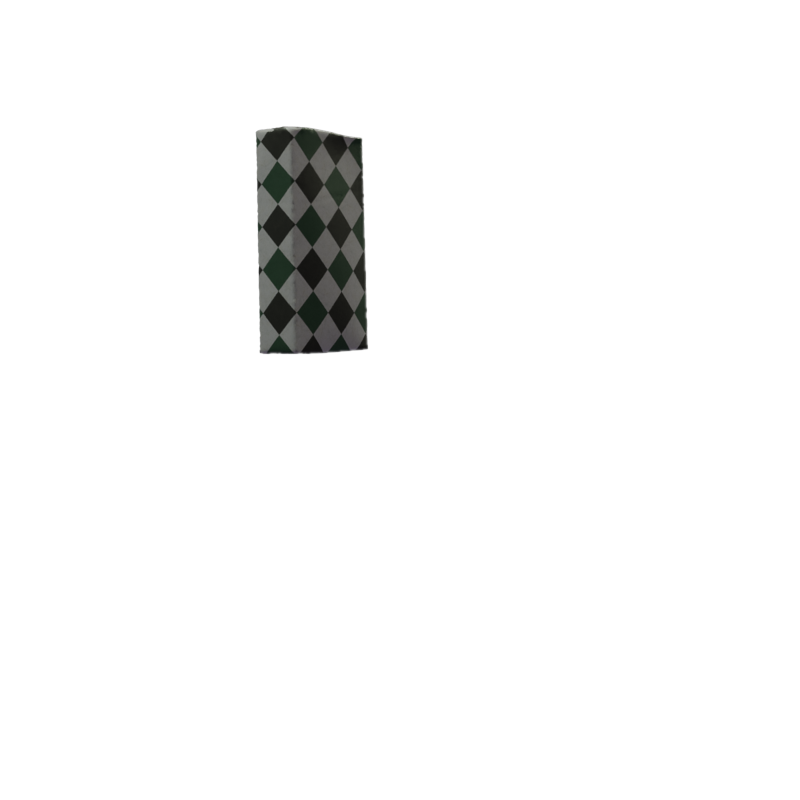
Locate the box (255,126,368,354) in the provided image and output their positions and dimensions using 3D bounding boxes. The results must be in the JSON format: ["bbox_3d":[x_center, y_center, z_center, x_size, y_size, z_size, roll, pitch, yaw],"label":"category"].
[{"bbox_3d":[-0.069,-0.127,0.887,0.050,0.177,0.090,-1,-1,38],"label":"box"}]
